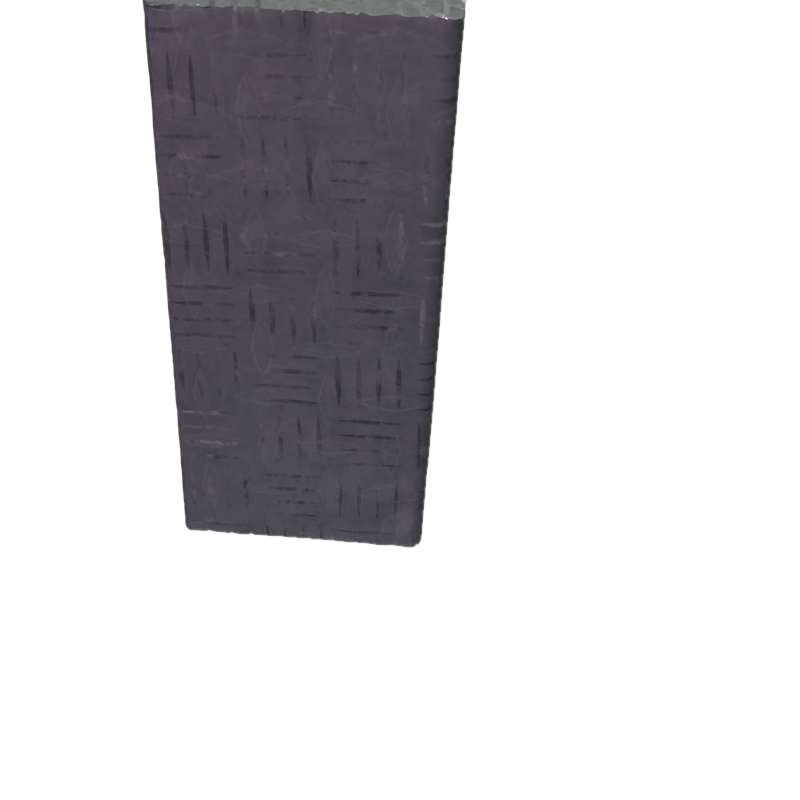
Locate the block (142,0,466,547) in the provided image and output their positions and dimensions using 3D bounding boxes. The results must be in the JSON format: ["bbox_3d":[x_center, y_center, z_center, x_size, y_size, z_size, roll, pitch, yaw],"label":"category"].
[{"bbox_3d":[-0.030,-0.056,0.390,0.091,0.193,0.096,4,36,1],"label":"block"}]
